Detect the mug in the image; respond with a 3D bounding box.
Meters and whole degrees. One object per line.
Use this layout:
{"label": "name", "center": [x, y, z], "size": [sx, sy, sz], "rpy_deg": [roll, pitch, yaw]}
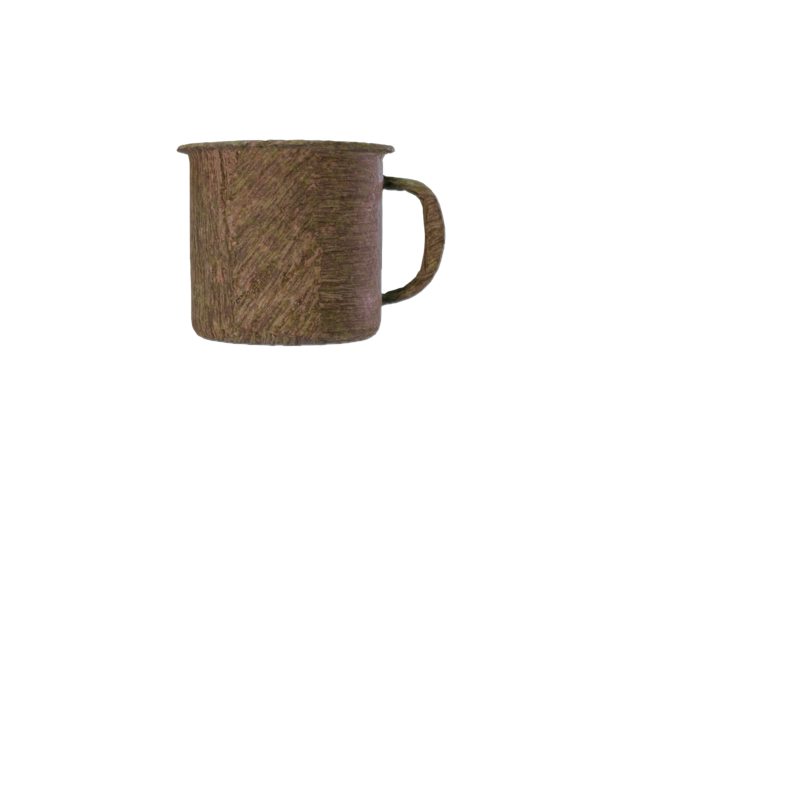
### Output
{"label": "mug", "center": [-0.037, -0.068, 0.477], "size": [0.115, 0.081, 0.096], "rpy_deg": [-2, 6, -16]}
